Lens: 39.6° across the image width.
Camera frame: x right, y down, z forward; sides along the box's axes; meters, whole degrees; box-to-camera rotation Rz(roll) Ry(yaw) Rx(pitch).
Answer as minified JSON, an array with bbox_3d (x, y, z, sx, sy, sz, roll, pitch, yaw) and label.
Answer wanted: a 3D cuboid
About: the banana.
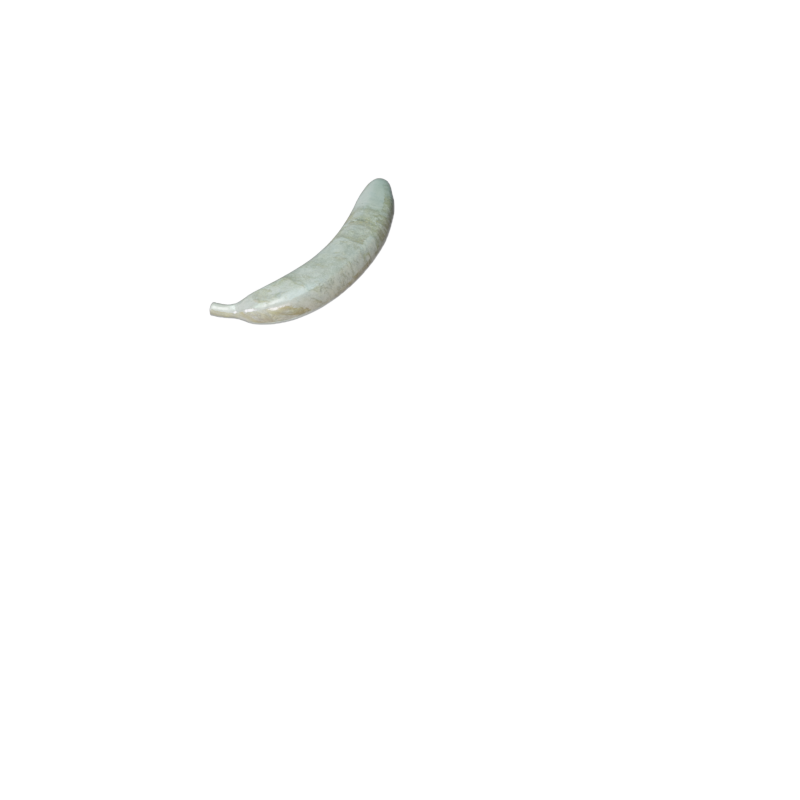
[{"bbox_3d":[-0.060,-0.115,0.890,0.074,0.034,0.200,36,60,24],"label":"banana"}]
